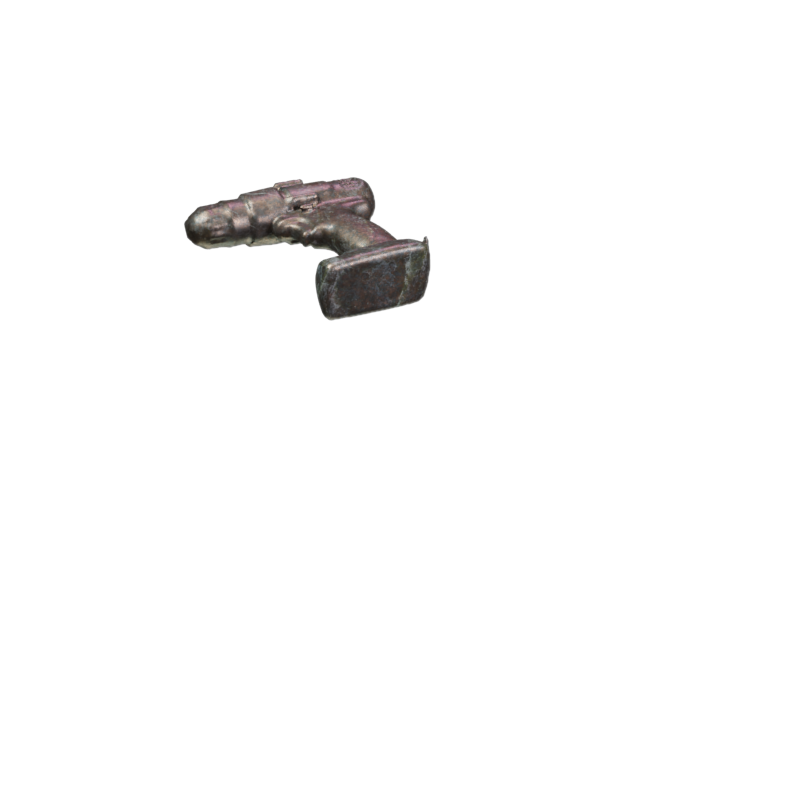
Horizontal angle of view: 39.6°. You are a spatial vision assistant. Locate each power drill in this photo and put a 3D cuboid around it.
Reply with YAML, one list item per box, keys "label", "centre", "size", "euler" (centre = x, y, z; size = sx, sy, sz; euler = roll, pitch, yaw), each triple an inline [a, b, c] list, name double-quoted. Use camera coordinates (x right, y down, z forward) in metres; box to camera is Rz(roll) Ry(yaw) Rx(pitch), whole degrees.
- label: "power drill"
  centre: [-0.076, -0.138, 0.967]
  size: [0.182, 0.054, 0.202]
  euler: [-16, 36, -23]
